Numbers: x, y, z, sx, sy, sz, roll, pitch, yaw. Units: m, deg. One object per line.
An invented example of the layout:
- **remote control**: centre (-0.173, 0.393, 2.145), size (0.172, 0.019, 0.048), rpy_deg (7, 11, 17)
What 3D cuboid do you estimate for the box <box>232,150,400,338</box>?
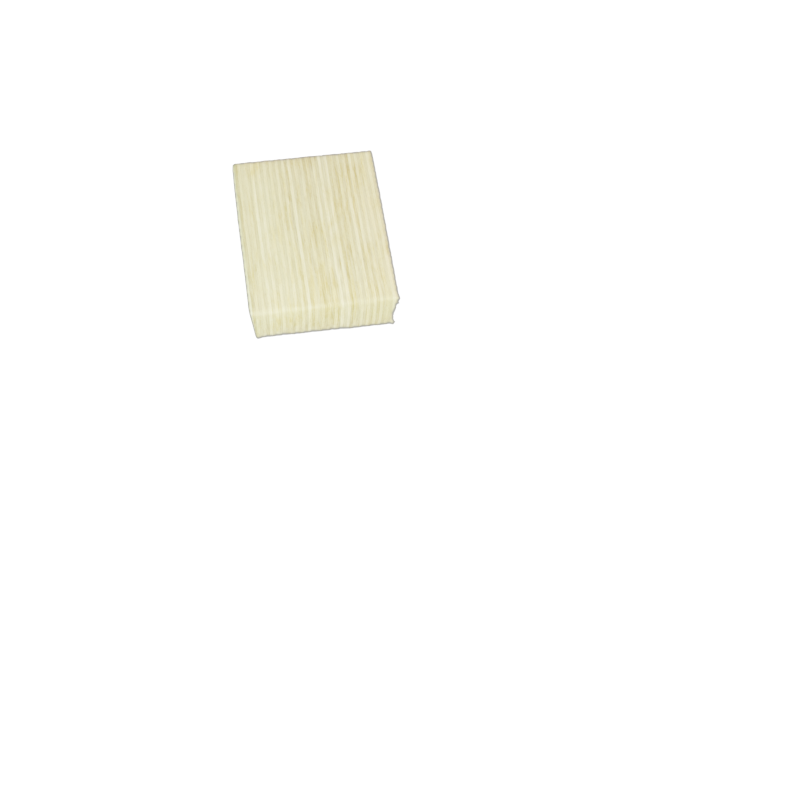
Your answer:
- **box**: centre (-0.054, -0.098, 0.688), size (0.089, 0.121, 0.037), rpy_deg (-8, -27, -5)
